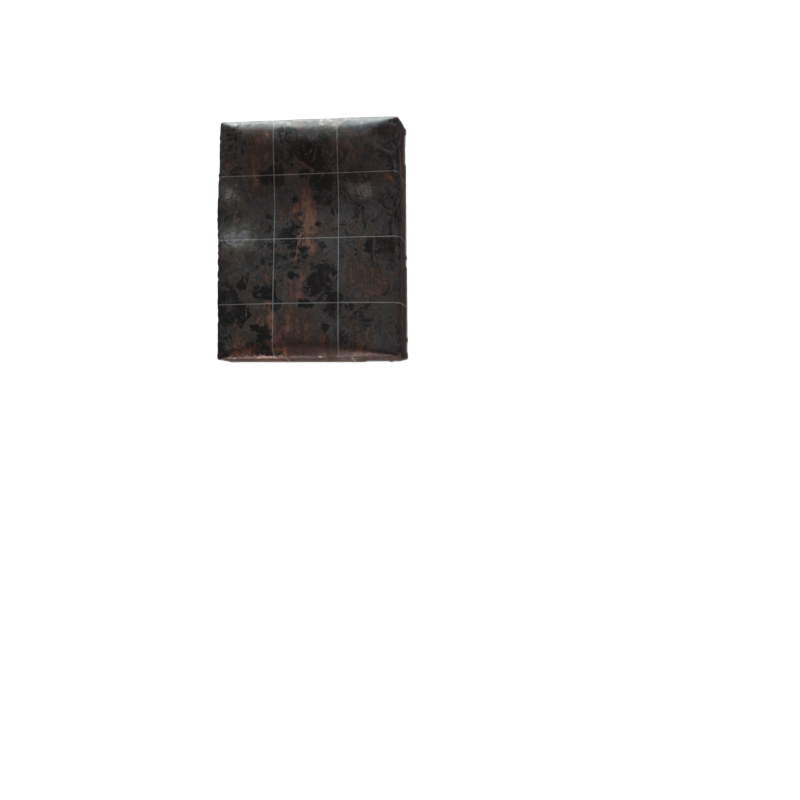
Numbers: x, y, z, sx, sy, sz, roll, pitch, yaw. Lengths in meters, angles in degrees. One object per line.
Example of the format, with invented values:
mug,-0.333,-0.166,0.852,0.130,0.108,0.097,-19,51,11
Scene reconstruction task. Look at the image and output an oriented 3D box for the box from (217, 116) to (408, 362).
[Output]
box,-0.077,-0.141,0.988,0.166,0.217,0.070,-1,-6,8
